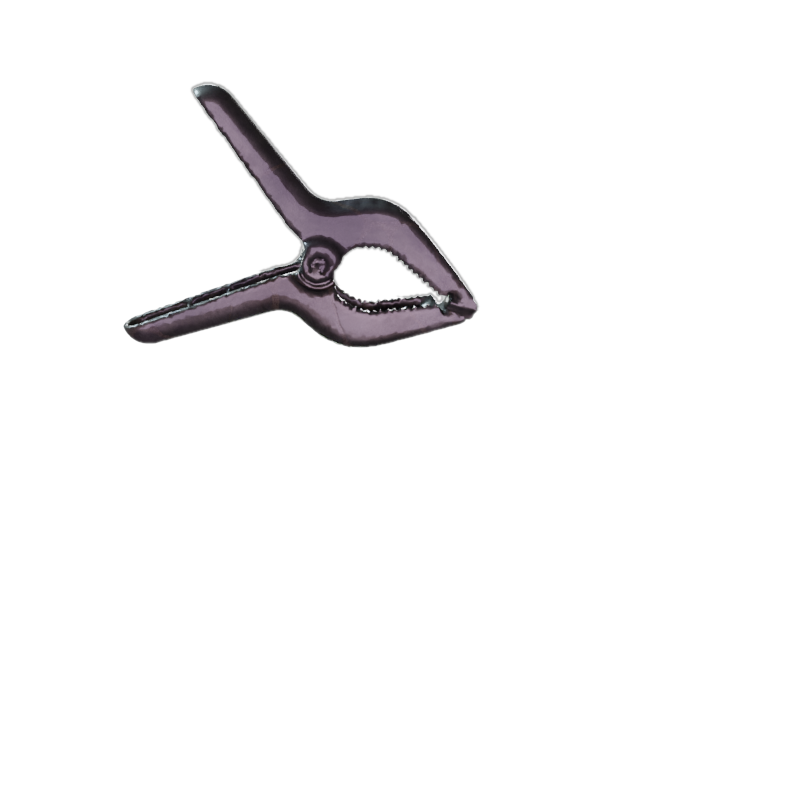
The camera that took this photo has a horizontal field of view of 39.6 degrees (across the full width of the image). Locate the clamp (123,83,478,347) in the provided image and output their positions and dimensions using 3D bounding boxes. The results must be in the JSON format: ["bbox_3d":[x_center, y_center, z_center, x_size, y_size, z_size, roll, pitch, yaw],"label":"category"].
[{"bbox_3d":[-0.053,-0.096,0.672,0.209,0.159,0.038,11,15,-3],"label":"clamp"}]
